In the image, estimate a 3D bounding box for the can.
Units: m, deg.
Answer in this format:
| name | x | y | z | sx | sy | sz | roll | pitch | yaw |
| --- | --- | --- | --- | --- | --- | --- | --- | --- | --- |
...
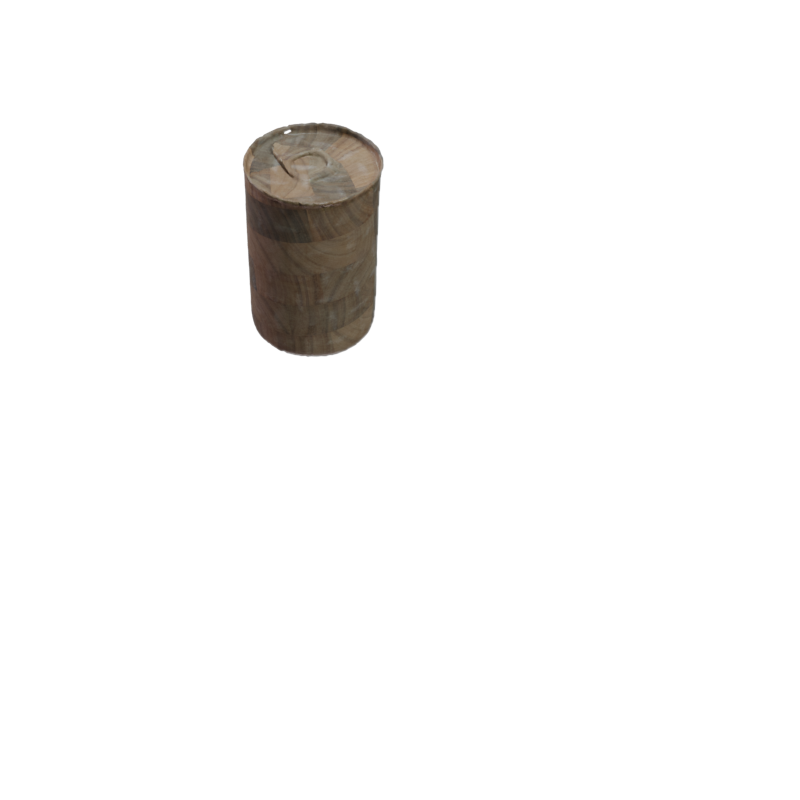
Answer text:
| name | x | y | z | sx | sy | sz | roll | pitch | yaw |
| --- | --- | --- | --- | --- | --- | --- | --- | --- | --- |
| can | -0.044 | -0.081 | 0.566 | 0.068 | 0.095 | 0.074 | 0 | 43 | -3 |
